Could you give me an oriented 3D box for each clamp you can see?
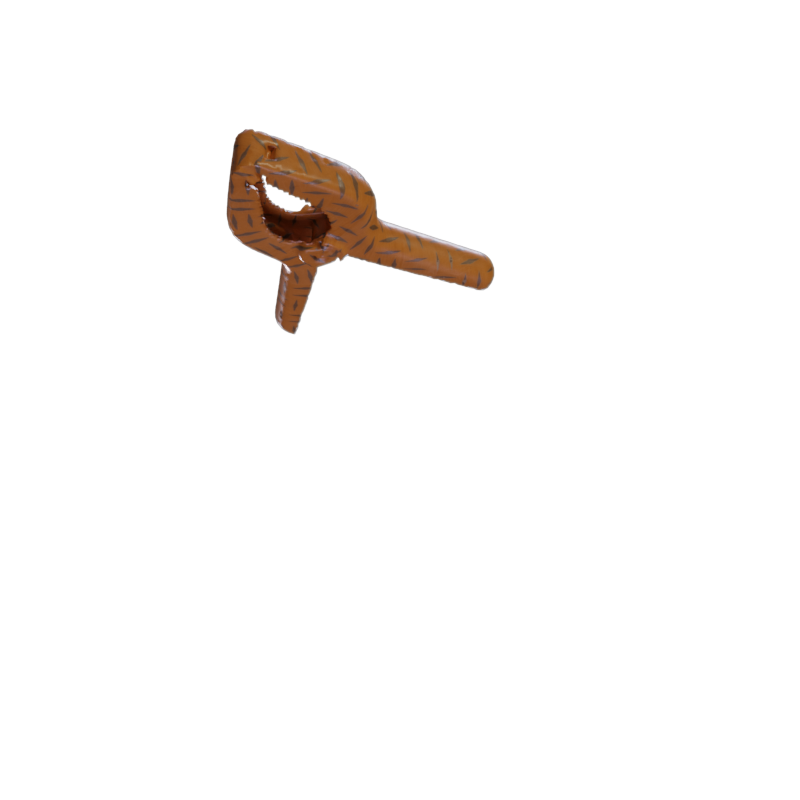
[{"bbox_3d":[-0.056,-0.103,0.721,0.166,0.039,0.195,-16,-31,29],"label":"clamp"}]
